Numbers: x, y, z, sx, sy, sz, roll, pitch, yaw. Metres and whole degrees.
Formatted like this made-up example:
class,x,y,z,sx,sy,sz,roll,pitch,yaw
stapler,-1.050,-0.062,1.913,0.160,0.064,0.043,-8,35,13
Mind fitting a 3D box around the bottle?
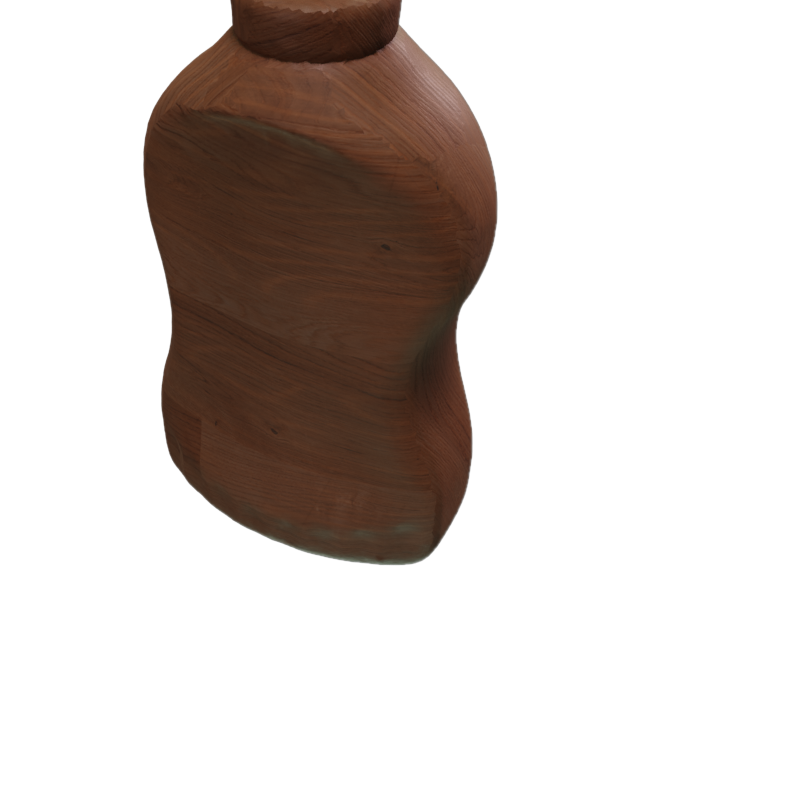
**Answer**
class,x,y,z,sx,sy,sz,roll,pitch,yaw
bottle,-0.023,-0.043,0.303,0.100,0.179,0.060,21,41,21
